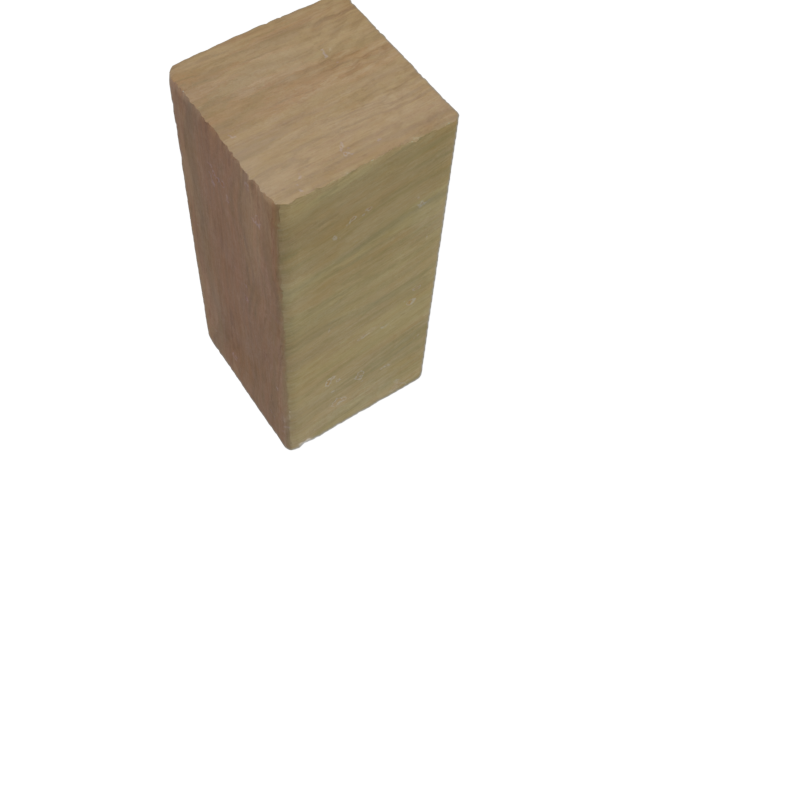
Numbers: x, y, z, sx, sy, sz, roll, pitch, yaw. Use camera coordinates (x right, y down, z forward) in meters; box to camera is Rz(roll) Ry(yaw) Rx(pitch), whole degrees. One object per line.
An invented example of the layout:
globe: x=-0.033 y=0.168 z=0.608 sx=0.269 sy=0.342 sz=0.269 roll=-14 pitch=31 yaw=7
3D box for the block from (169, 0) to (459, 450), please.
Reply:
block: x=-0.042 y=-0.076 z=0.530 sx=0.090 sy=0.097 sz=0.193 roll=-29 pitch=-25 yaw=-19
